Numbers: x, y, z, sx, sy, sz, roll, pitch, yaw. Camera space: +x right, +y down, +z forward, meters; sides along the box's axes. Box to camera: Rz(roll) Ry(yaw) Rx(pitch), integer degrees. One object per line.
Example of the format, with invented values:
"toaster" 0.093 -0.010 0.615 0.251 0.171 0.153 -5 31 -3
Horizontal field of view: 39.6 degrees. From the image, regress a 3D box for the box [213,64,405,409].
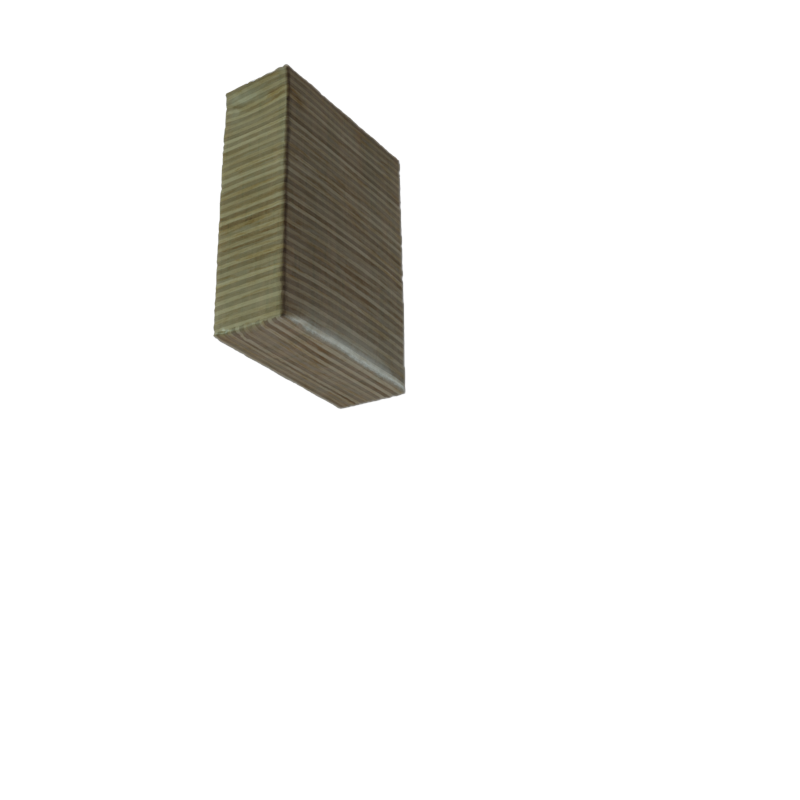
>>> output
"box" -0.067 -0.121 0.850 0.073 0.227 0.153 -18 -31 29
